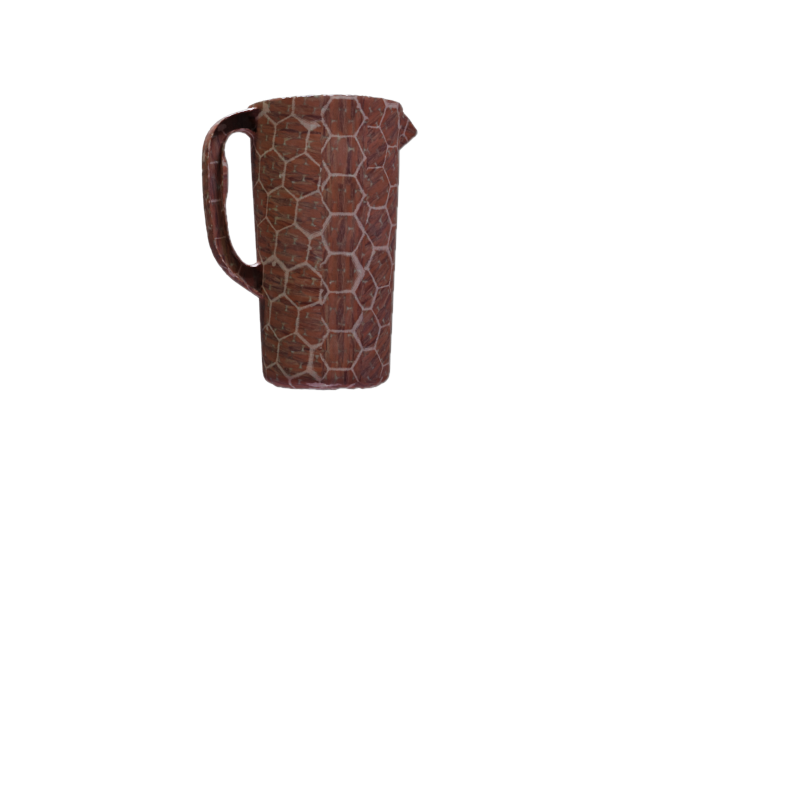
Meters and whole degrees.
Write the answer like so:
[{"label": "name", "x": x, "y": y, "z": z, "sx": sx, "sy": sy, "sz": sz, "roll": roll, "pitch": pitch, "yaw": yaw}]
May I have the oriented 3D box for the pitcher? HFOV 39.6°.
[{"label": "pitcher", "x": -0.073, "y": -0.134, "z": 0.937, "sx": 0.153, "sy": 0.244, "sz": 0.140, "roll": 0, "pitch": -1, "yaw": 23}]
